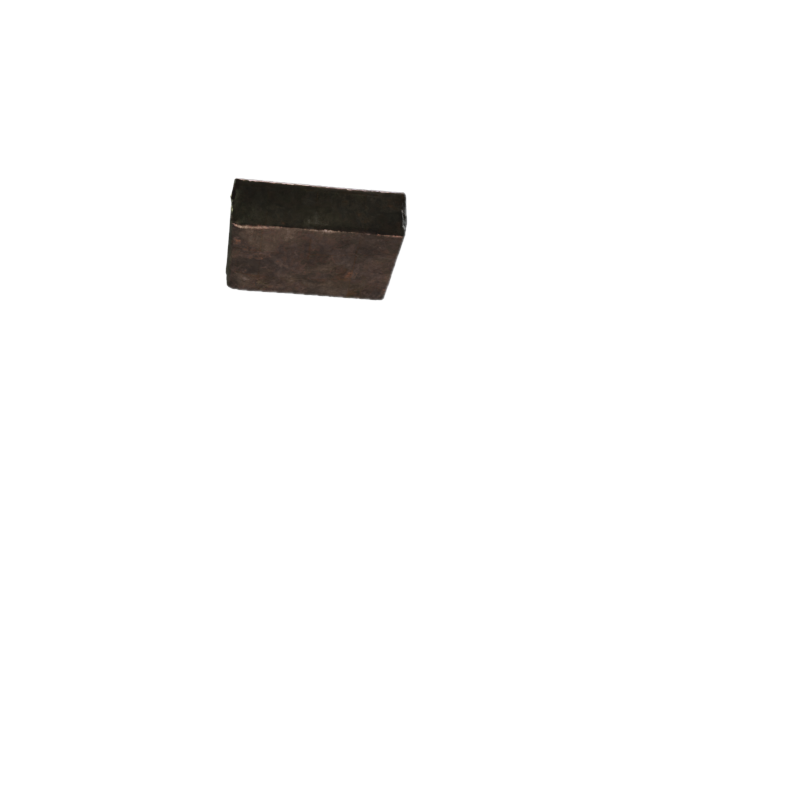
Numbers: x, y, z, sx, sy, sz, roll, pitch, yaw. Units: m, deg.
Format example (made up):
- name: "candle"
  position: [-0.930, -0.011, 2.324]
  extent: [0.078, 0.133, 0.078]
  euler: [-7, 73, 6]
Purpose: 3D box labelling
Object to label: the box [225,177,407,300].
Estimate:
- name: "box"
  position: [-0.057, -0.105, 0.733]
  extent: [0.112, 0.041, 0.085]
  euler: [3, -26, -7]
